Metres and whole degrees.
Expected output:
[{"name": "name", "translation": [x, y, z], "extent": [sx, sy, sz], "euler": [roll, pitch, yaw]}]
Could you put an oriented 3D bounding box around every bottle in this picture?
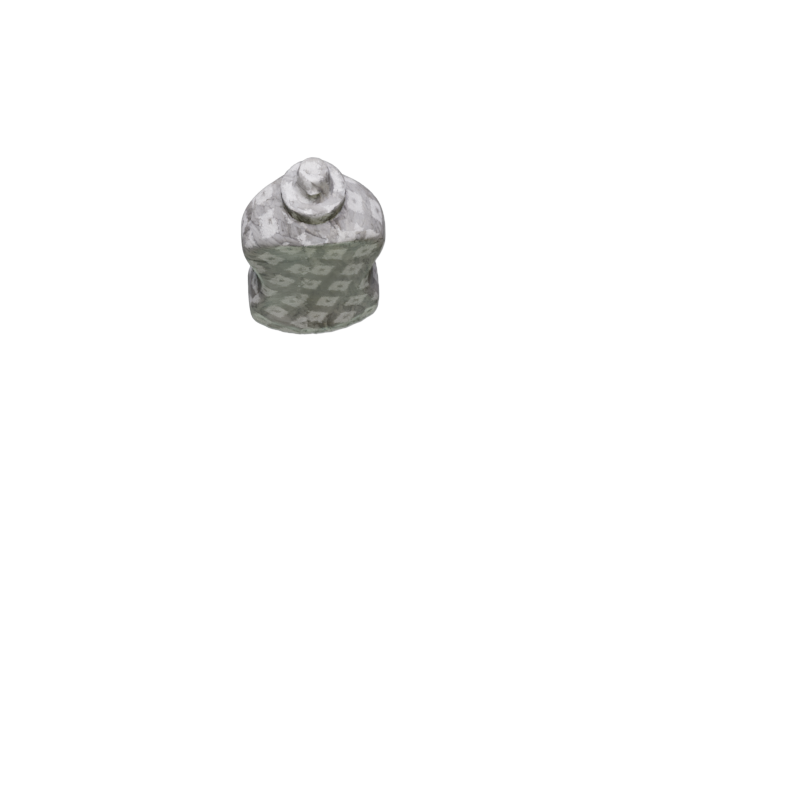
[{"name": "bottle", "translation": [-0.059, -0.107, 0.751], "extent": [0.096, 0.062, 0.182], "euler": [-2, -22, -4]}]
